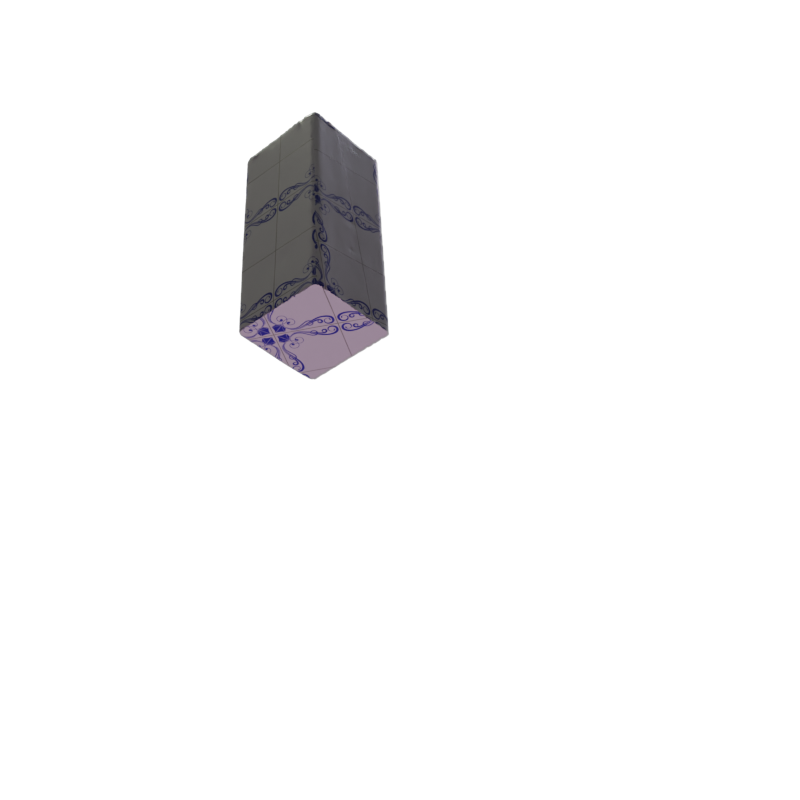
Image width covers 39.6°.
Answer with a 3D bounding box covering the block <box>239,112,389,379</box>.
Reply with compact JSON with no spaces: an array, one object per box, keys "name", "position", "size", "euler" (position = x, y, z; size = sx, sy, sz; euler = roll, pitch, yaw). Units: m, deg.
[{"name":"block","position":[-0.076,-0.137,0.959],"size":[0.090,0.221,0.084],"euler":[-32,-48,30]}]
